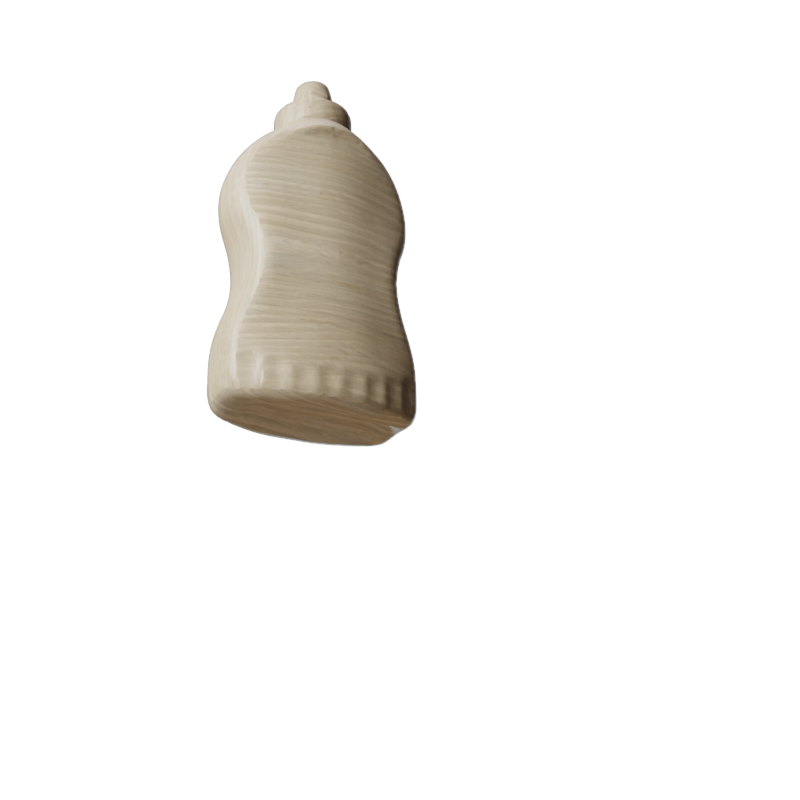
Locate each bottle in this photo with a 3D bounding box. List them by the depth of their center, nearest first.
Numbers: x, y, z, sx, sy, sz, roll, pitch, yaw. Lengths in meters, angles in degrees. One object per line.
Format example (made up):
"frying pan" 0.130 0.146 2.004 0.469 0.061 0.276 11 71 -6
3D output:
"bottle" -0.043 -0.078 0.549 0.093 0.204 0.057 11 -31 -23
